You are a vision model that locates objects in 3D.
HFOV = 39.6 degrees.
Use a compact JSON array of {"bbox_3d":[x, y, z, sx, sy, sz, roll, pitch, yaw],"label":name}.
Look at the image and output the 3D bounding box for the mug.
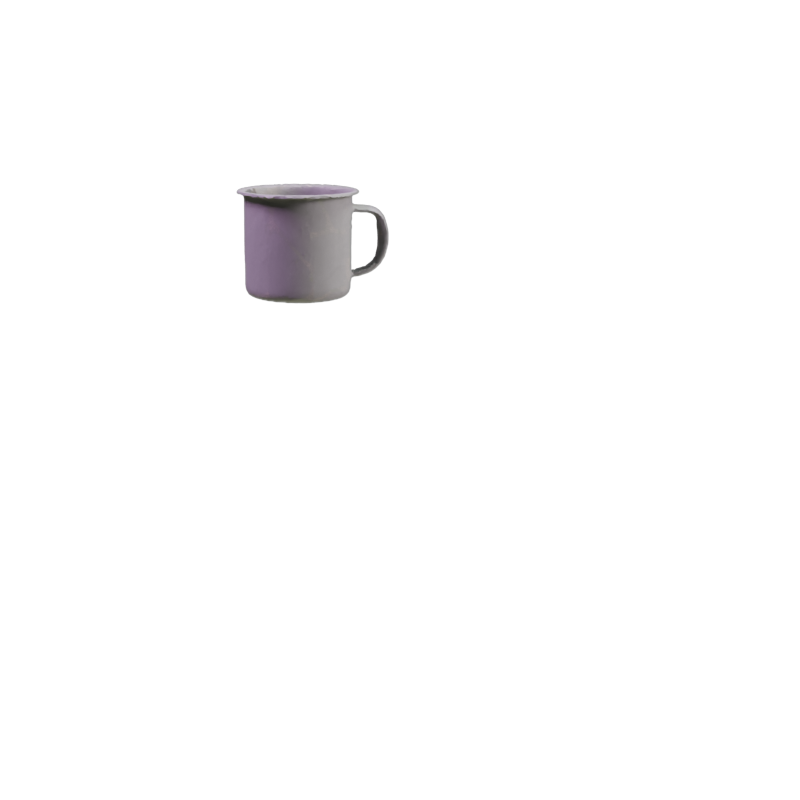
[{"bbox_3d":[-0.067,-0.121,0.850,0.115,0.079,0.097,-3,13,-13],"label":"mug"}]
